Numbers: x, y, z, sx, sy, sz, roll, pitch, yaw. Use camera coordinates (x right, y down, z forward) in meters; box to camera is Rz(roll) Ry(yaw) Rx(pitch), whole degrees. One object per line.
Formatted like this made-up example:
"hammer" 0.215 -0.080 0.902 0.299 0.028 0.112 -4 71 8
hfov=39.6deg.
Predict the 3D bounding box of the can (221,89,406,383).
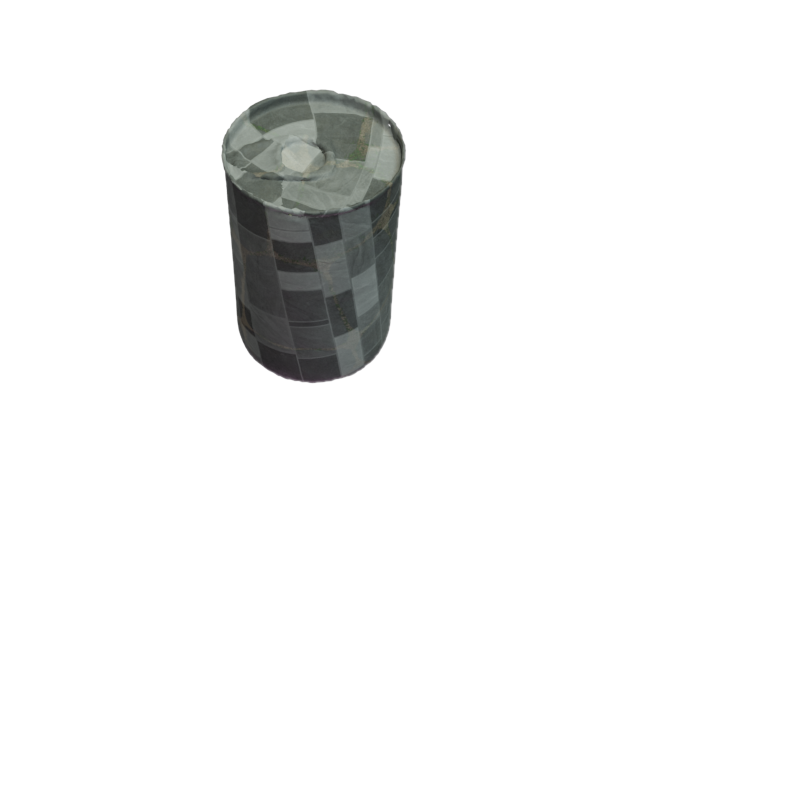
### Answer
"can" -0.035 -0.063 0.443 0.068 0.074 0.095 0 -39 -3
